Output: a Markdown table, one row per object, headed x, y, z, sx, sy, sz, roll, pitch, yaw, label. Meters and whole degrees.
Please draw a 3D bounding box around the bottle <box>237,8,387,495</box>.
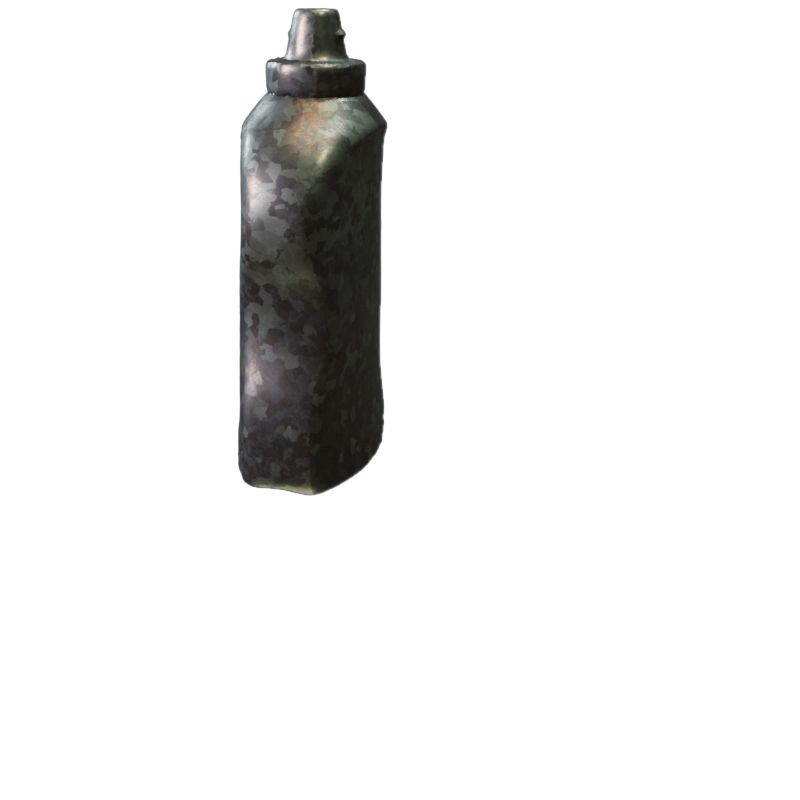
| x | y | z | sx | sy | sz | roll | pitch | yaw | label |
| --- | --- | --- | --- | --- | --- | --- | --- | --- | --- |
| -0.036 | -0.066 | 0.465 | 0.060 | 0.185 | 0.097 | 5 | 15 | 16 | bottle |
